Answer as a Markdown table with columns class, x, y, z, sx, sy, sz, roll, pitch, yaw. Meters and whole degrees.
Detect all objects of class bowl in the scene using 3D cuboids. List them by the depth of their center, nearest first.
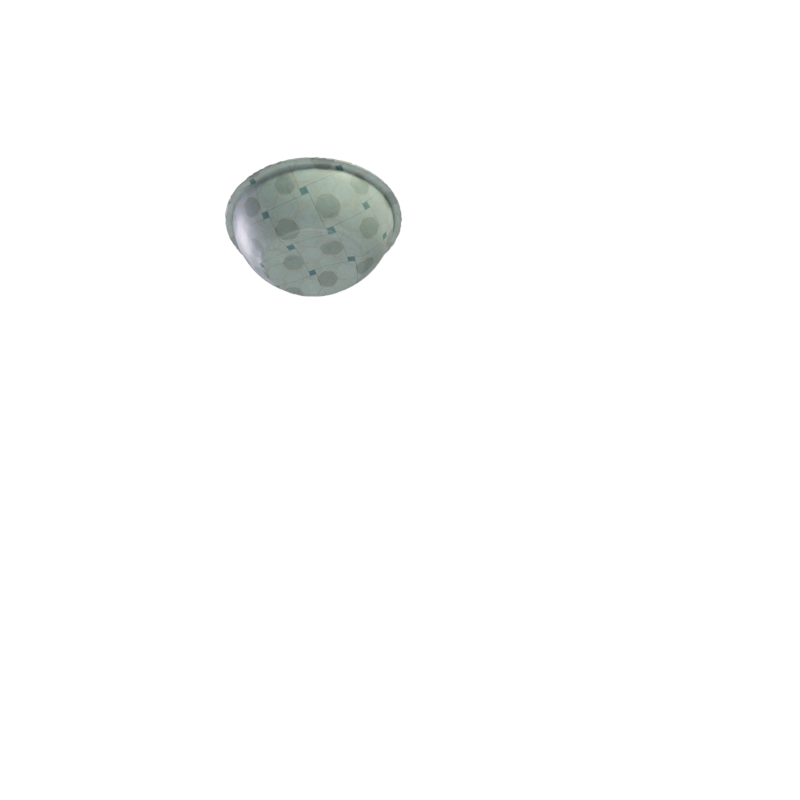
| class | x | y | z | sx | sy | sz | roll | pitch | yaw |
| --- | --- | --- | --- | --- | --- | --- | --- | --- | --- |
| bowl | -0.078 | -0.142 | 0.997 | 0.162 | 0.059 | 0.151 | 1 | -38 | -1 |
